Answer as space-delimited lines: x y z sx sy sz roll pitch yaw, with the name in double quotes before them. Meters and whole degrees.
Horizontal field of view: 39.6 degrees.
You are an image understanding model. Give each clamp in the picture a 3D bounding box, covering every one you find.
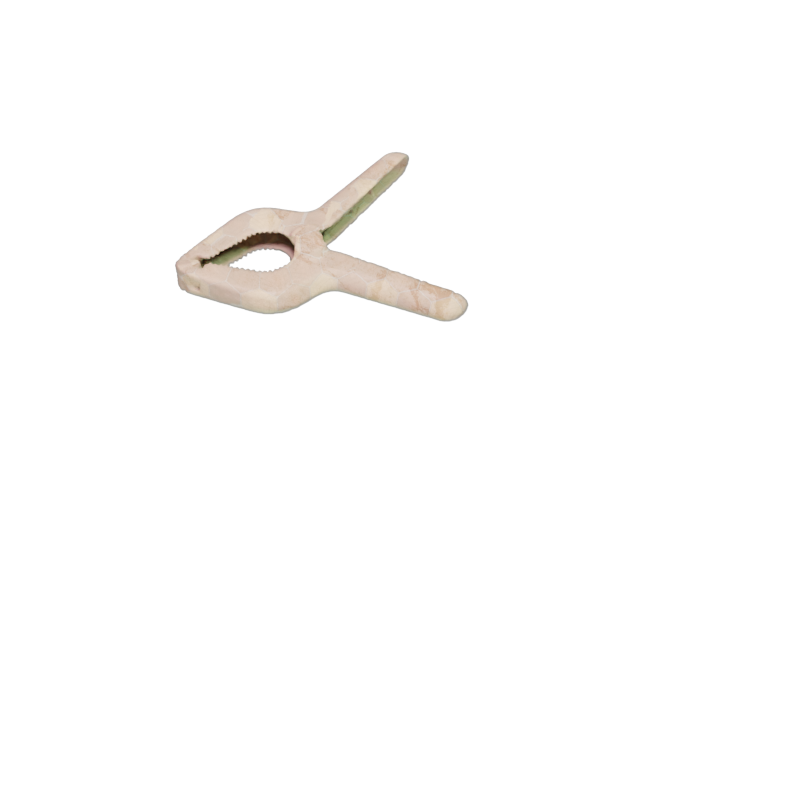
"clamp" -0.066 -0.121 0.848 0.209 0.177 0.034 -6 -37 -5
